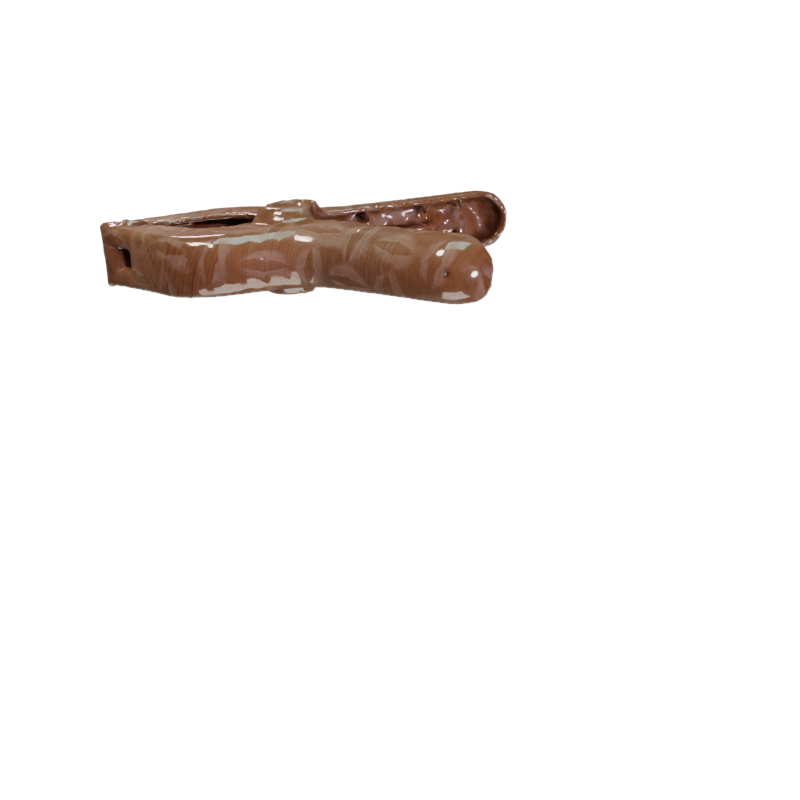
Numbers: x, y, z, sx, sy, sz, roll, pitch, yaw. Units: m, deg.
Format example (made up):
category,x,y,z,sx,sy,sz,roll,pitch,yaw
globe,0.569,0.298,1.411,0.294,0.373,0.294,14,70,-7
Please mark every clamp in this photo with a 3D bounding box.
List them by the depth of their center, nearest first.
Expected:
category,x,y,z,sx,sy,sz,roll,pitch,yaw
clamp,-0.036,-0.066,0.460,0.176,0.038,0.120,5,14,19
